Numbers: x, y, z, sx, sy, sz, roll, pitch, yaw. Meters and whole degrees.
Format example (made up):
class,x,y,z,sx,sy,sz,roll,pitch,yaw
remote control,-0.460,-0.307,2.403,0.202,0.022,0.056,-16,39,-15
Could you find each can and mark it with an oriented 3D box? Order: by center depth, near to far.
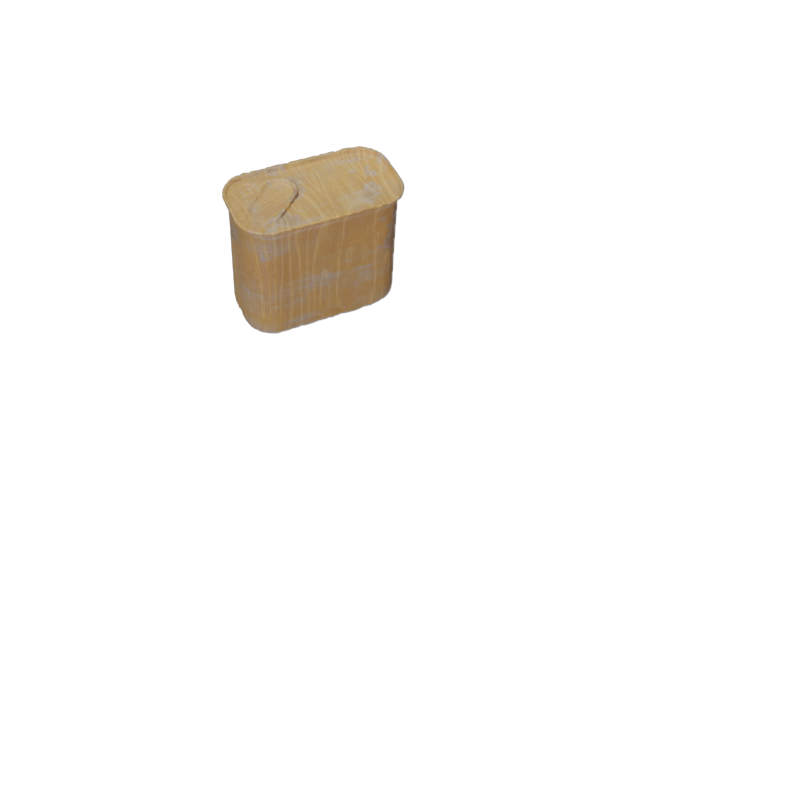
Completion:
class,x,y,z,sx,sy,sz,roll,pitch,yaw
can,-0.052,-0.094,0.662,0.101,0.078,0.062,-17,49,-17
